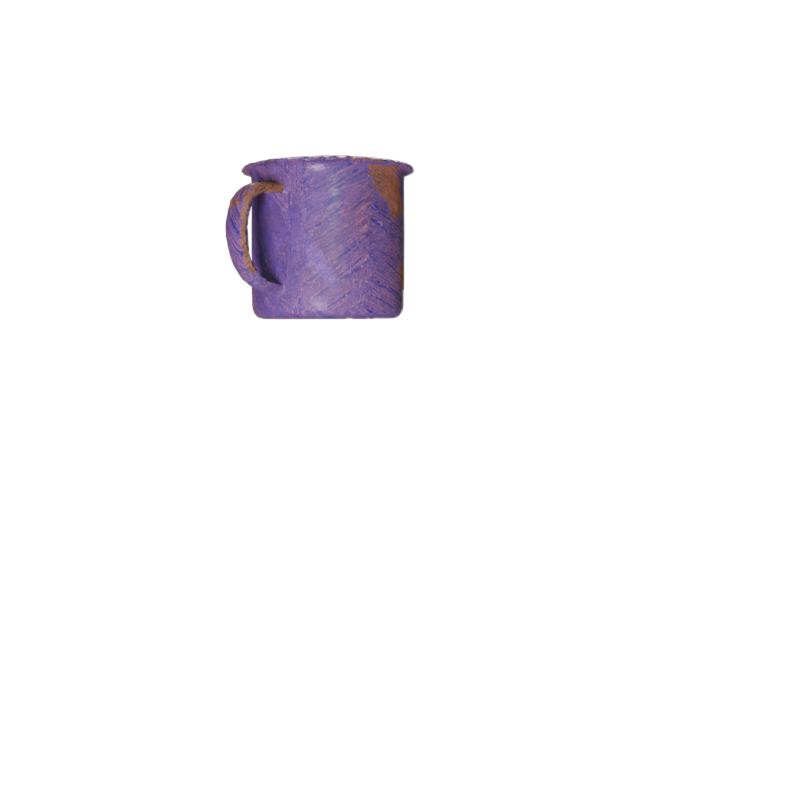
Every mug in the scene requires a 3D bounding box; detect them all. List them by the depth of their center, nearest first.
[{"bbox_3d":[-0.046,-0.084,0.588,0.097,0.082,0.112,0,1,38],"label":"mug"}]
